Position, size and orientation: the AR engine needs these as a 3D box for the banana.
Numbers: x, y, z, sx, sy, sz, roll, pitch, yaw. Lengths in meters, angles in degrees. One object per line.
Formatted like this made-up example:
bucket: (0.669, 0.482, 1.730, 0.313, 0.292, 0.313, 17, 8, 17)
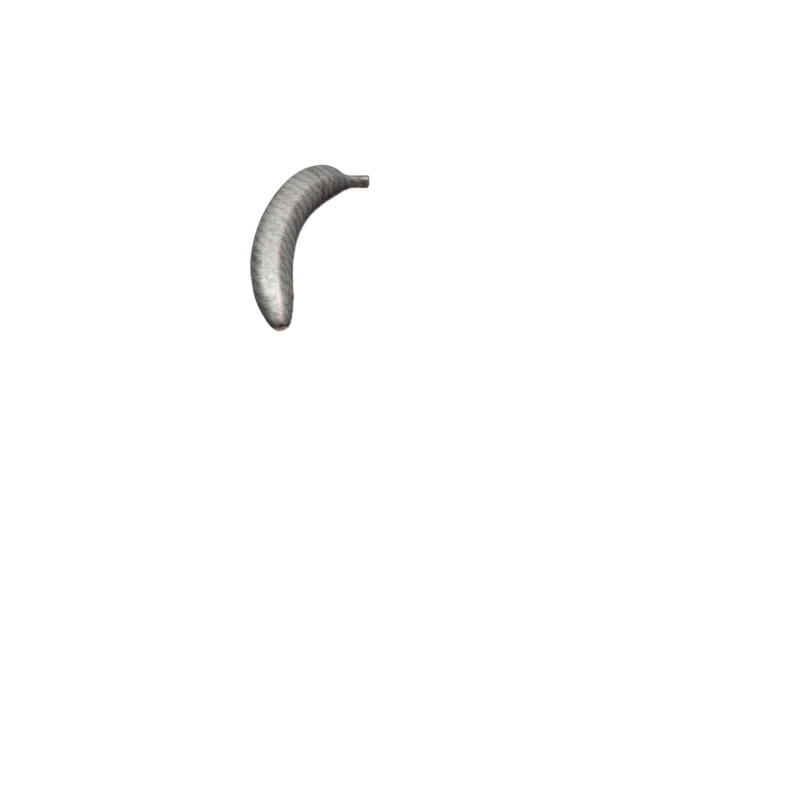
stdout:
banana: (-0.091, -0.146, 0.965, 0.071, 0.206, 0.034, 16, -36, 12)
